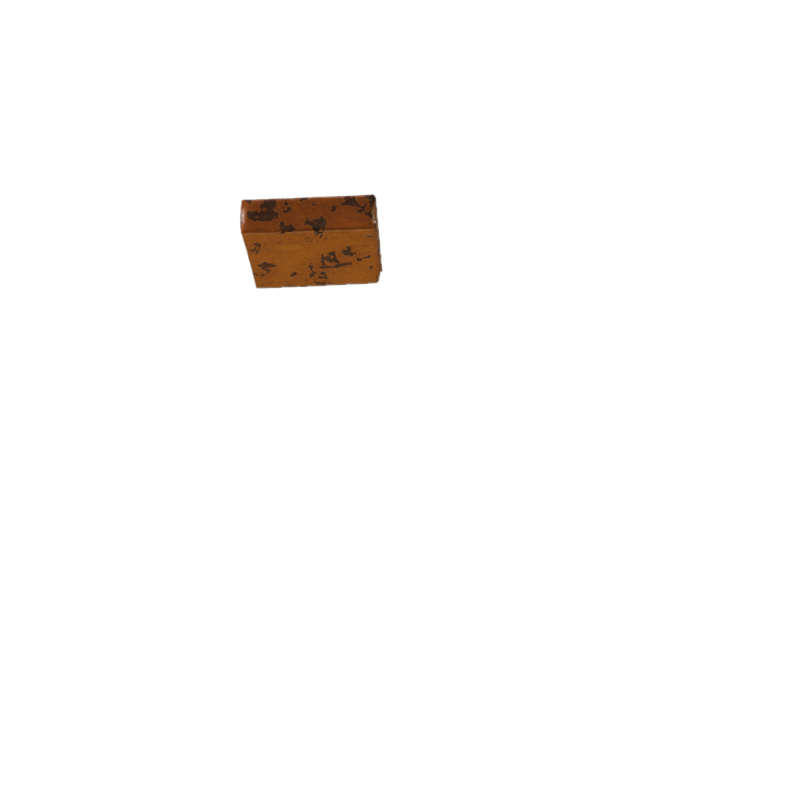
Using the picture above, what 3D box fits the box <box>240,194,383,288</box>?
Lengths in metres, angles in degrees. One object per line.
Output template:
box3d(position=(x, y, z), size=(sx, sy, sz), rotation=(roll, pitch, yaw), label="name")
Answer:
box3d(position=(-0.058, -0.106, 0.741), size=(0.090, 0.032, 0.068), rotation=(-2, -26, 4), label="box")
